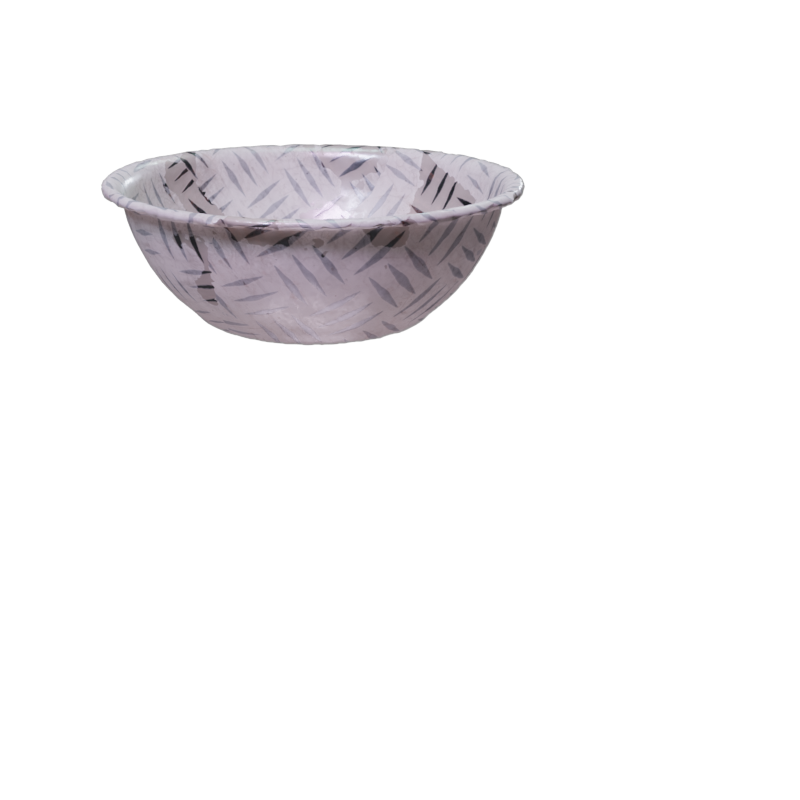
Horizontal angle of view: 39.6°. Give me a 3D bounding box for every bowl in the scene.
[{"bbox_3d":[-0.034,-0.062,0.435,0.162,0.053,0.169,-1,21,-2],"label":"bowl"}]
